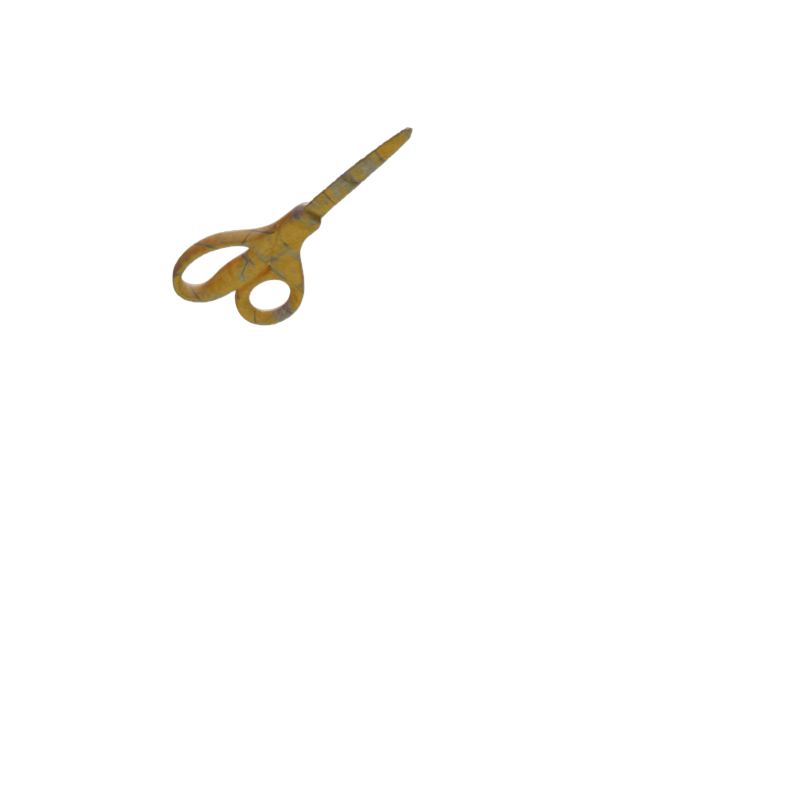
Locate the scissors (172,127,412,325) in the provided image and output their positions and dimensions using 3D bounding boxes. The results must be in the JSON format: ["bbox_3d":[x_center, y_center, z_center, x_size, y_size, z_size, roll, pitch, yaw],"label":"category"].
[{"bbox_3d":[-0.056,-0.101,0.711,0.203,0.017,0.089,-22,-44,24],"label":"scissors"}]
